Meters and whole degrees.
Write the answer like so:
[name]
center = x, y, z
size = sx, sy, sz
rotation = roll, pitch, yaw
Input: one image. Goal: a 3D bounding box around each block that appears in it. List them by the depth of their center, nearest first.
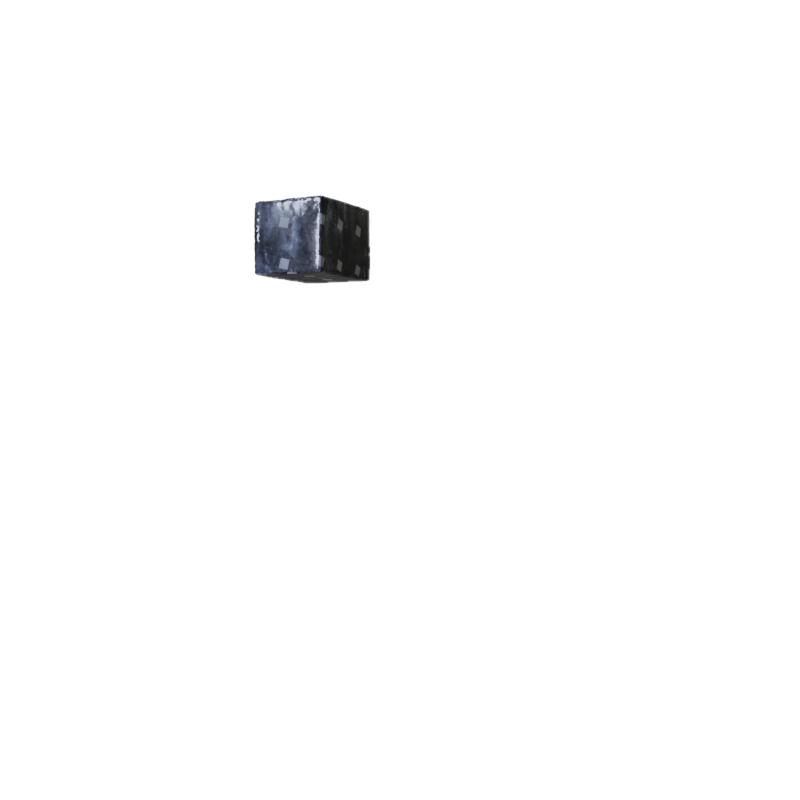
[block]
center = -0.060, -0.110, 0.768
size = 0.054, 0.052, 0.075
rotation = -1, -2, 25
